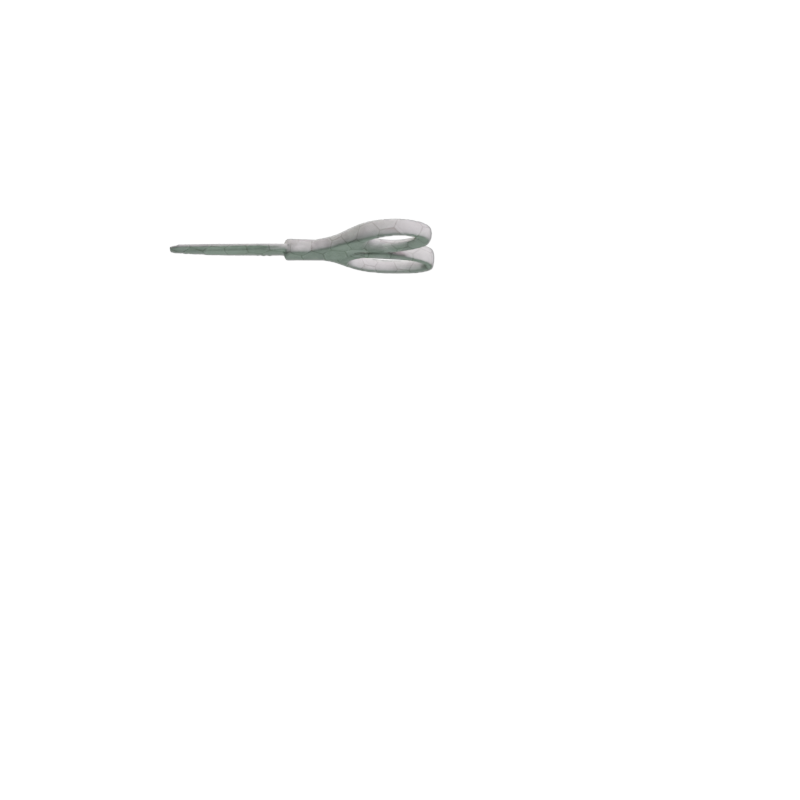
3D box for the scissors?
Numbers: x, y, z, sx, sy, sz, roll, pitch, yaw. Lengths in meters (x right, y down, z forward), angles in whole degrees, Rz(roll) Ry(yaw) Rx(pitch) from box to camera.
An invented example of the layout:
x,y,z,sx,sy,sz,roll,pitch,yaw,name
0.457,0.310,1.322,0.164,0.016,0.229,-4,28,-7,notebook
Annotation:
x,y,z,sx,sy,sz,roll,pitch,yaw,name
-0.065,-0.118,0.827,0.197,0.016,0.094,4,-15,-16,scissors
